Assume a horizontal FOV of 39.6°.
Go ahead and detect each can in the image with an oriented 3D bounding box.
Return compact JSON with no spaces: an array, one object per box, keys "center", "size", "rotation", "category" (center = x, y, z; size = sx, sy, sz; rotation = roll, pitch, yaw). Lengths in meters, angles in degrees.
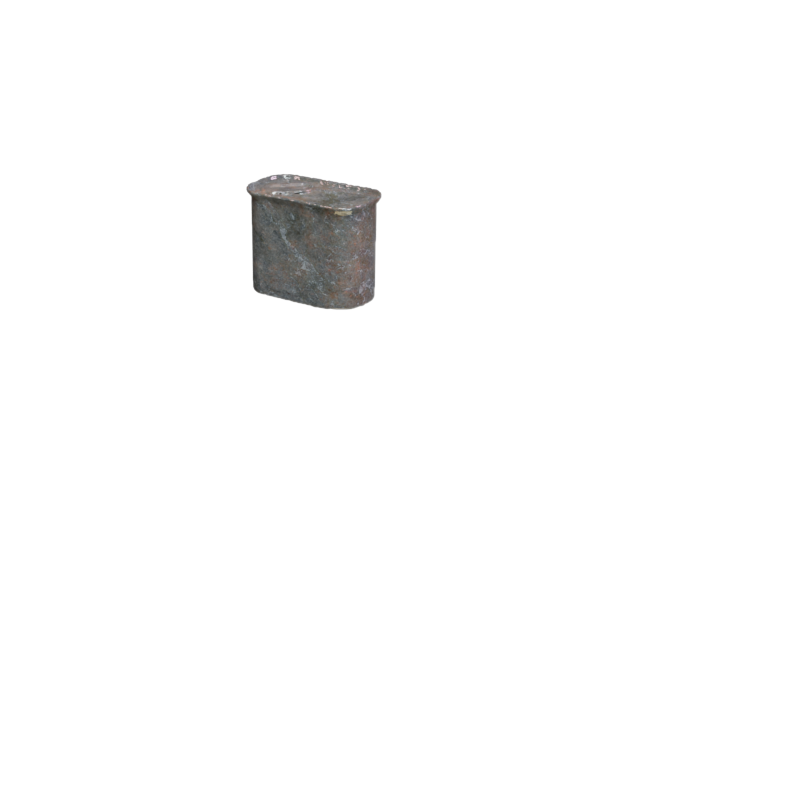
[{"center":[-0.067,-0.121,0.849],"size":[0.107,0.080,0.058],"rotation":[15,26,28],"category":"can"}]
